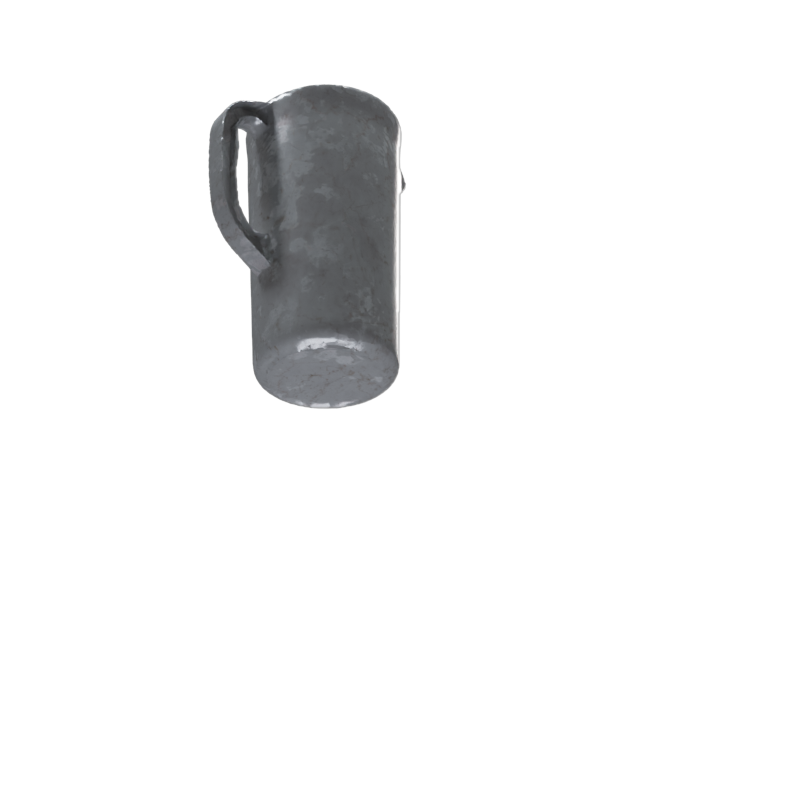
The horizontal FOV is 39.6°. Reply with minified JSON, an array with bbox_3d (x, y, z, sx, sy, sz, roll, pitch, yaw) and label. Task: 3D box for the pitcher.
[{"bbox_3d":[-0.068,-0.125,0.873,0.150,0.260,0.134,-5,-34,4],"label":"pitcher"}]
